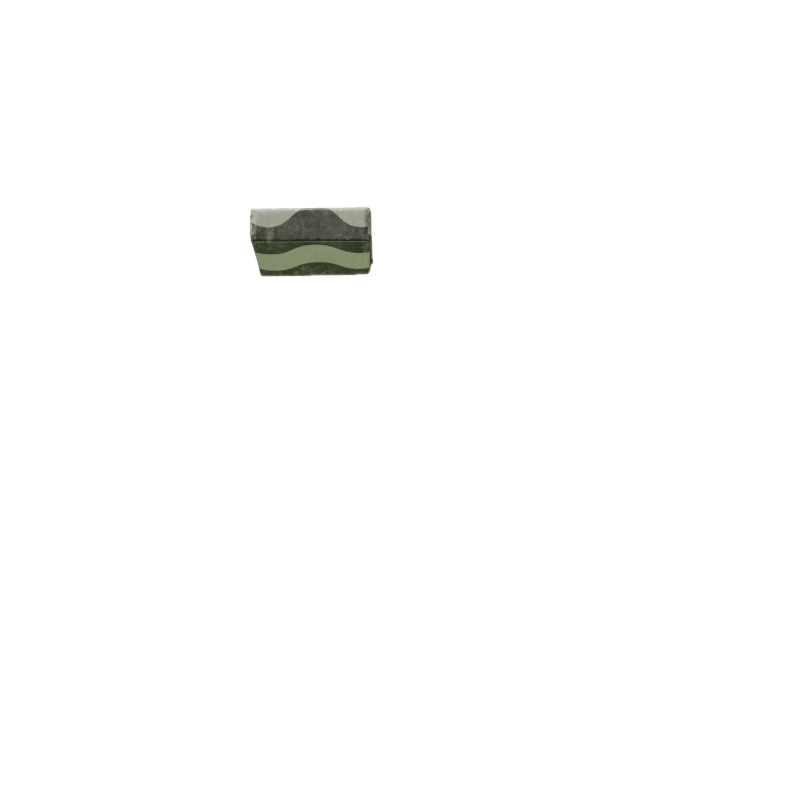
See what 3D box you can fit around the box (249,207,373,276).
[{"bbox_3d":[-0.065,-0.119,0.836,0.089,0.031,0.070,-1,-15,2],"label":"box"}]
